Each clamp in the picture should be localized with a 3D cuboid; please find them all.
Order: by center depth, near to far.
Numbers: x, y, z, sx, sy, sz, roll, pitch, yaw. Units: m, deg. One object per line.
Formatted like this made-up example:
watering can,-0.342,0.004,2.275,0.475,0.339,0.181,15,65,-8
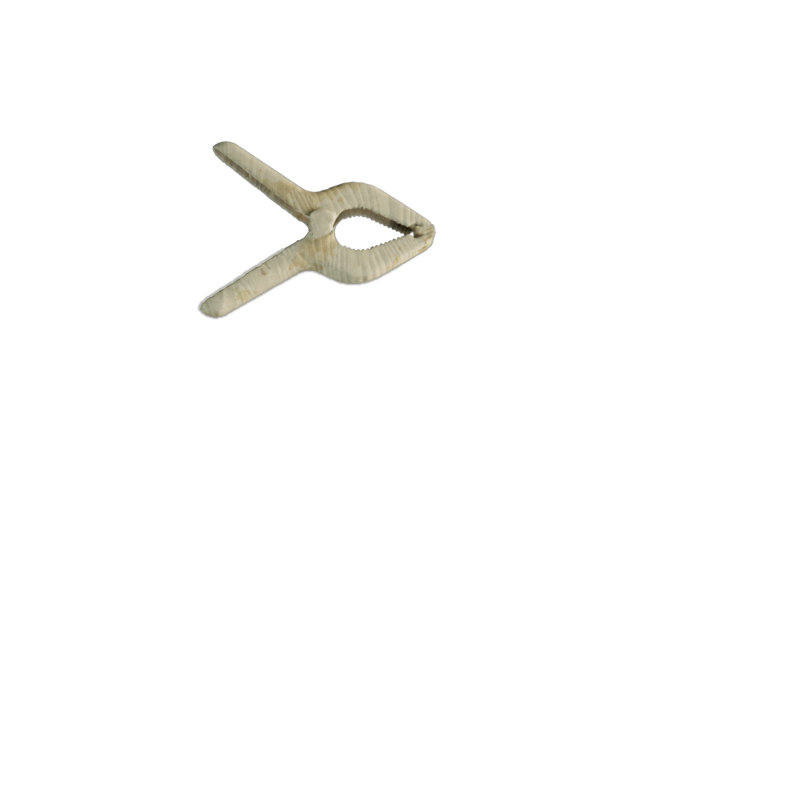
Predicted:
clamp,-0.077,-0.140,0.979,0.211,0.171,0.035,8,-18,3
